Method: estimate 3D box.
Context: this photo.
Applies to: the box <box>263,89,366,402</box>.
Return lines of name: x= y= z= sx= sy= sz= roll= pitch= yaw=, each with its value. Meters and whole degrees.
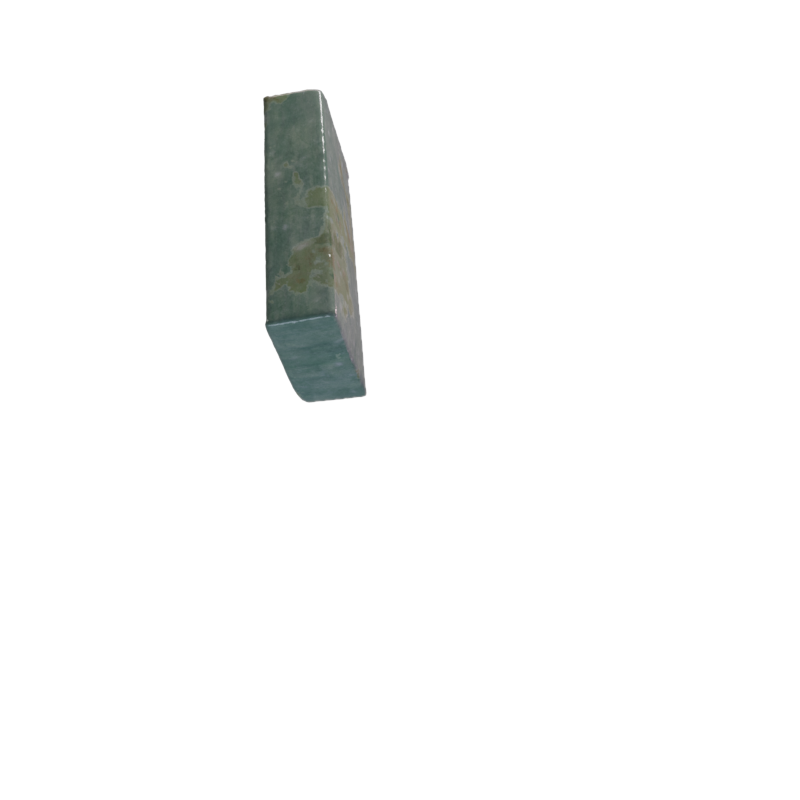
box: x=-0.053 y=-0.097 z=0.679 sx=0.048 sy=0.189 sz=0.086 roll=-8 pitch=-34 yaw=7
